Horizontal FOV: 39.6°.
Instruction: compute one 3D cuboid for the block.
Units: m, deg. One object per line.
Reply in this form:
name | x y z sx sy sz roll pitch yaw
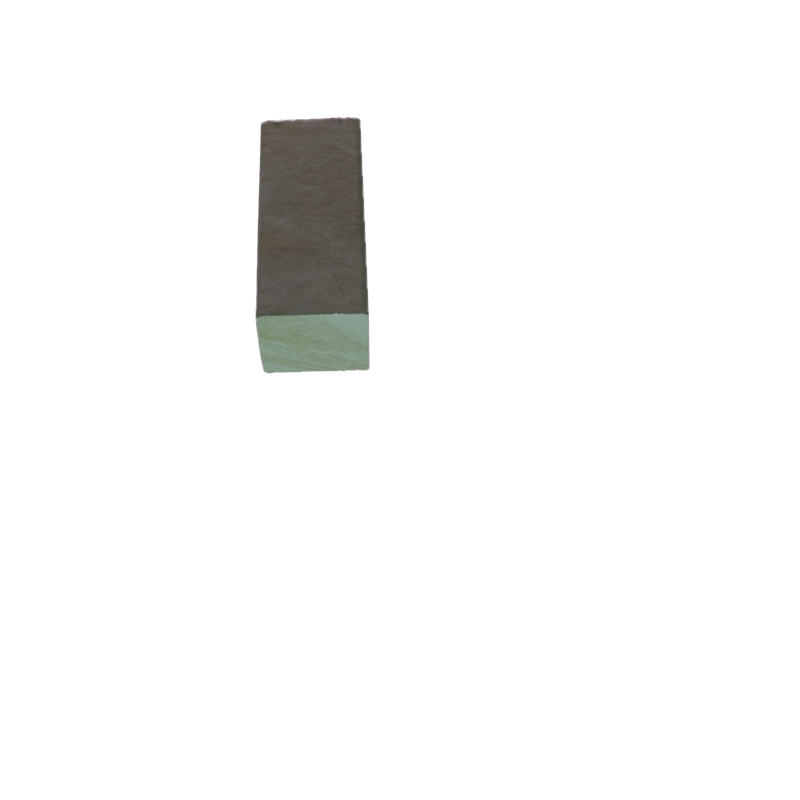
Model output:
block | -0.075 -0.136 0.951 0.091 0.220 0.084 -2 -34 0
